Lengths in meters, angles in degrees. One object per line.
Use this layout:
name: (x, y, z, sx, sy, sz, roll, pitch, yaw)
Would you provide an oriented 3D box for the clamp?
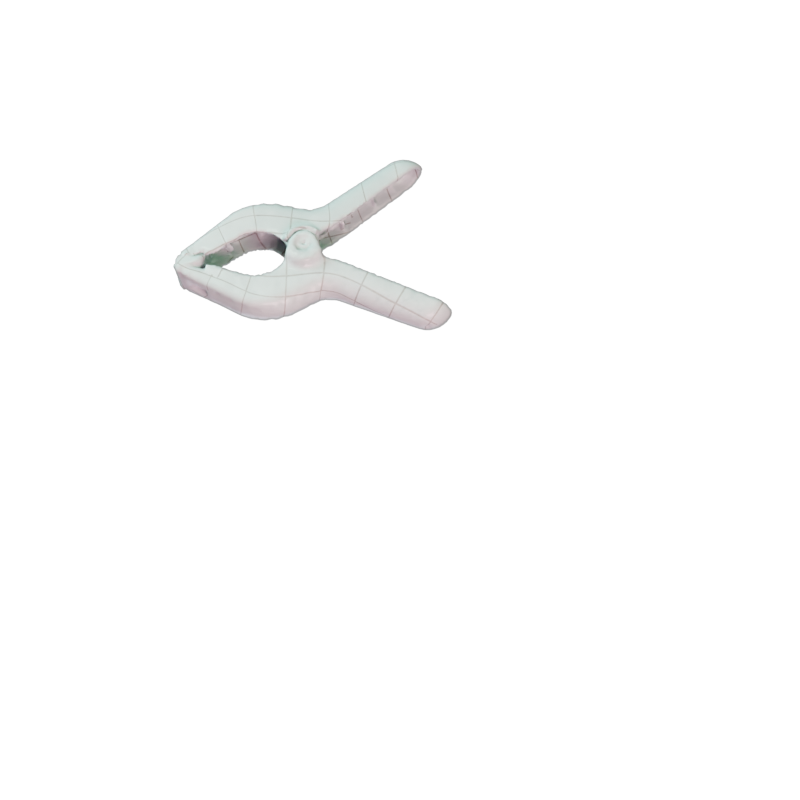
clamp: (-0.055, -0.101, 0.704, 0.171, 0.128, 0.037, 1, -34, 0)
